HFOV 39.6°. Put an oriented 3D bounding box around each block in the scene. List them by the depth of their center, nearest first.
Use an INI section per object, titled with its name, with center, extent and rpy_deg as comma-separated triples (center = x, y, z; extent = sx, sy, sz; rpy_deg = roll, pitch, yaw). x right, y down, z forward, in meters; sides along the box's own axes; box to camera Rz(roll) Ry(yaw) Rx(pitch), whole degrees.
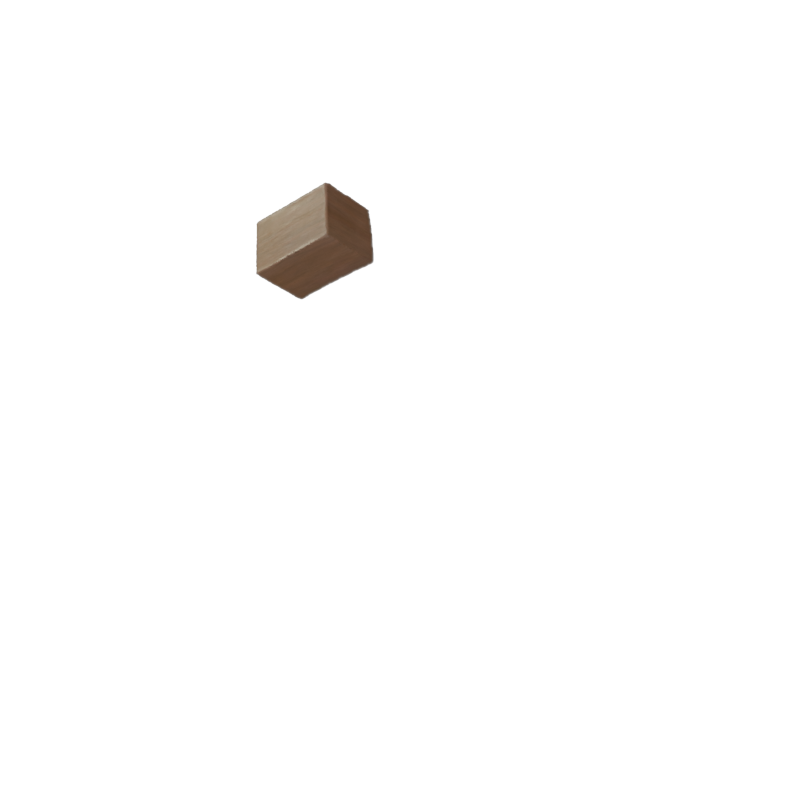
[block]
center = -0.067, -0.122, 0.855
extent = 0.078, 0.055, 0.049
rpy_deg = -24, -37, 33
